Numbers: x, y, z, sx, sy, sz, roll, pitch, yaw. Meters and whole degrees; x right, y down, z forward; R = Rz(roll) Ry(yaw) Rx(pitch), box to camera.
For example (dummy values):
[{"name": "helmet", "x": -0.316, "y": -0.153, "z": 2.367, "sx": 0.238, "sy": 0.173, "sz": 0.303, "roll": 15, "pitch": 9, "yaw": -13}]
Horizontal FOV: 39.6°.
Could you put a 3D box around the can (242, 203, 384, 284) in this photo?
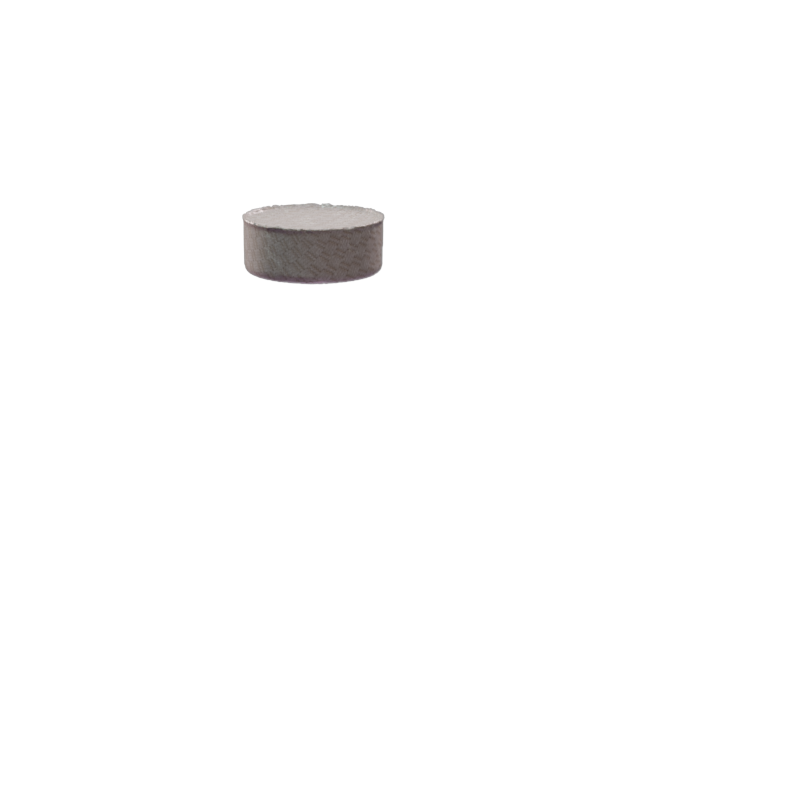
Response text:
[{"name": "can", "x": -0.053, "y": -0.096, "z": 0.671, "sx": 0.086, "sy": 0.032, "sz": 0.089, "roll": -1, "pitch": 18, "yaw": -2}]
